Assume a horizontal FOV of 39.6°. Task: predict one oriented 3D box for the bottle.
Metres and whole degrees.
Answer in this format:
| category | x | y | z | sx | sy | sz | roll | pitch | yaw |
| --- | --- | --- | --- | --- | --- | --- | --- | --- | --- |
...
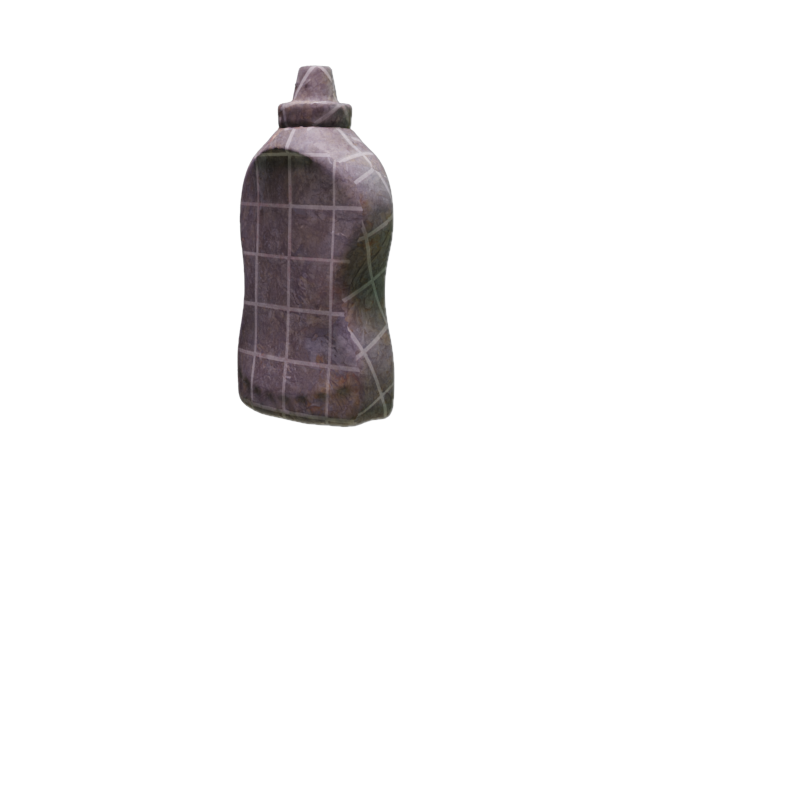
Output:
| category | x | y | z | sx | sy | sz | roll | pitch | yaw |
| --- | --- | --- | --- | --- | --- | --- | --- | --- | --- |
| bottle | -0.048 | -0.087 | 0.612 | 0.100 | 0.190 | 0.056 | 5 | 7 | 43 |
